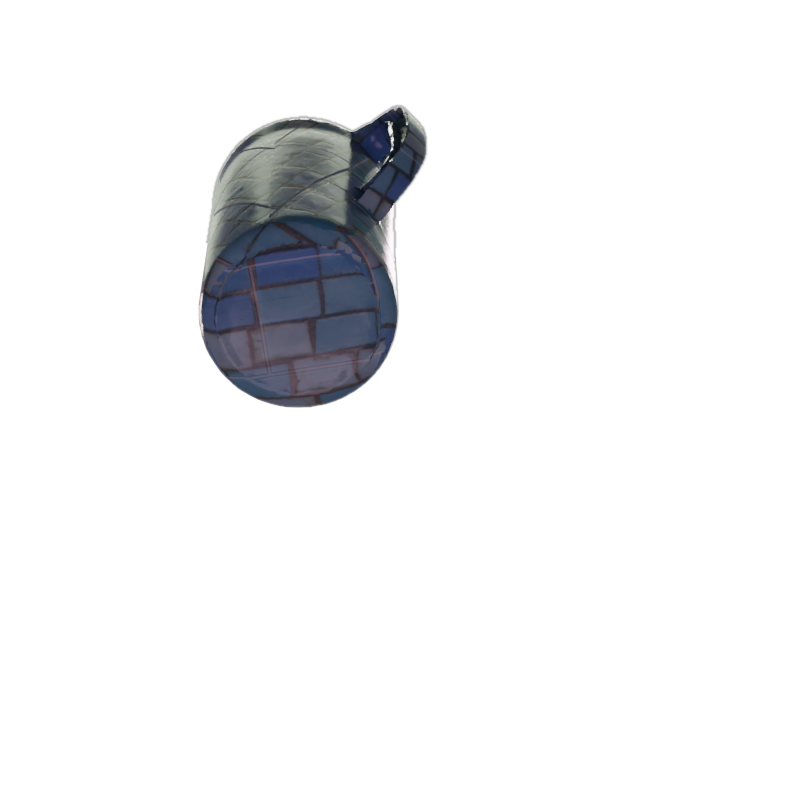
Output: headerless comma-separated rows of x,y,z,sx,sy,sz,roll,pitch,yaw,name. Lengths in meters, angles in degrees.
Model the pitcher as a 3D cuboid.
-0.055,-0.100,0.698,0.144,0.143,0.255,1,22,-4,pitcher
